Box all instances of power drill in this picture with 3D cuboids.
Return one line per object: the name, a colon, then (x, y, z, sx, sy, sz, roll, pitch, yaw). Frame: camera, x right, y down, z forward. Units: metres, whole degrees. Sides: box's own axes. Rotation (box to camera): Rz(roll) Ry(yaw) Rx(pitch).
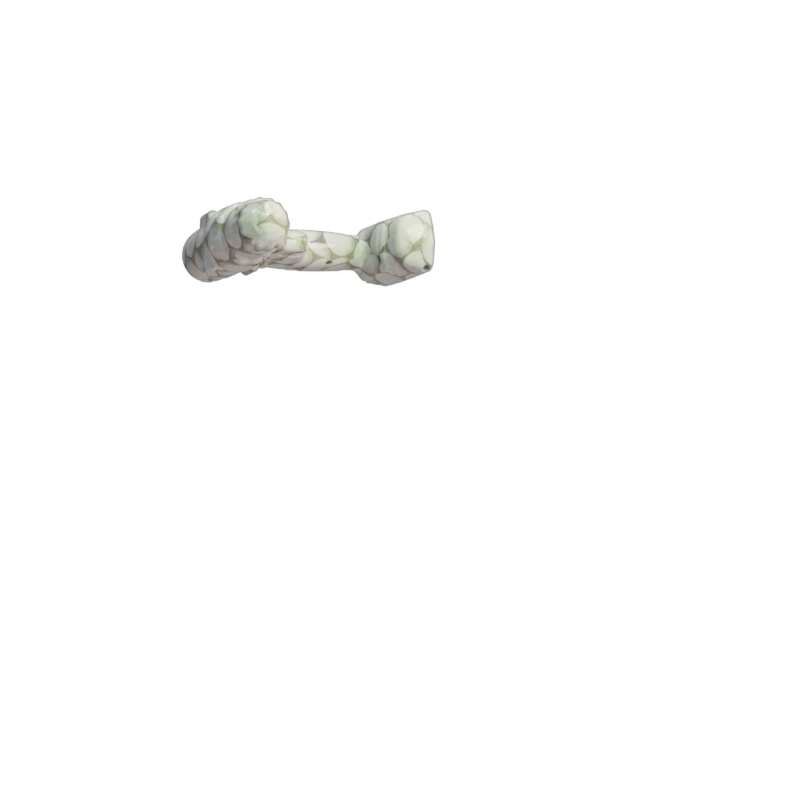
power drill: (-0.071, -0.129, 0.902, 0.182, 0.058, 0.188, 0, -1, -24)
